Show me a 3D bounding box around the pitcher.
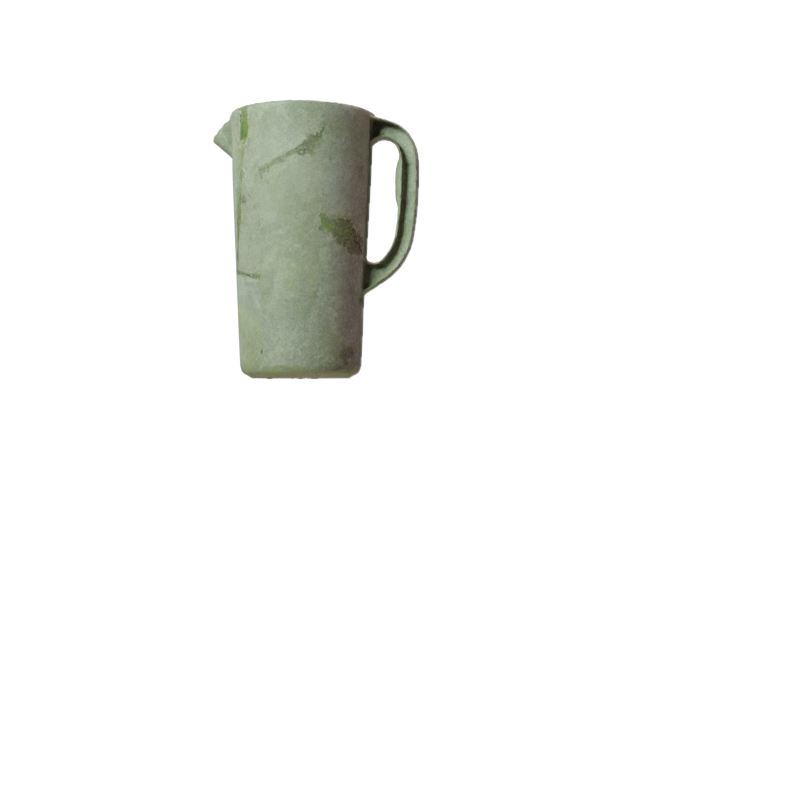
[{"bbox_3d":[-0.078,-0.142,0.993,0.139,0.246,0.153,3,-5,-36],"label":"pitcher"}]
